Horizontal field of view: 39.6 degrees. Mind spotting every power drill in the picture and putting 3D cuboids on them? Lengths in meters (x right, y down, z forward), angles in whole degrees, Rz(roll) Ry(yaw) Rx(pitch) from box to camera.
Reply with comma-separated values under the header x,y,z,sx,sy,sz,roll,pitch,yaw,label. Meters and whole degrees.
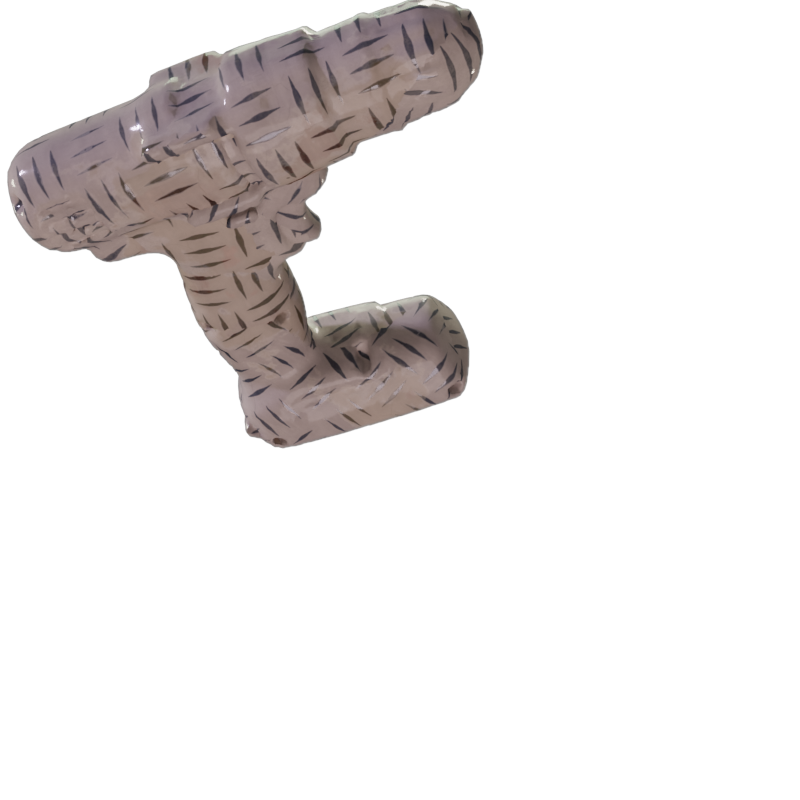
x,y,z,sx,sy,sz,roll,pitch,yaw,label
-0.035,-0.064,0.449,0.186,0.062,0.173,-15,-44,16,power drill
